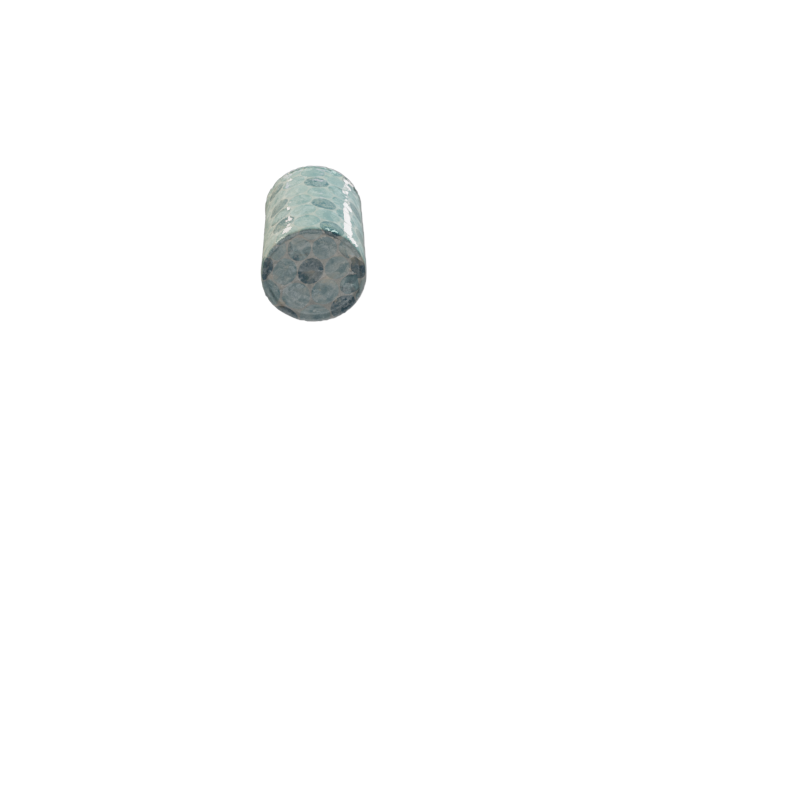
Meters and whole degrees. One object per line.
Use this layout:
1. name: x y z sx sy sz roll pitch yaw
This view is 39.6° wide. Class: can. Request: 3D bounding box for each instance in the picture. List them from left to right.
1. can: -0.057 -0.104 0.730 0.068 0.065 0.109 0 31 -3
